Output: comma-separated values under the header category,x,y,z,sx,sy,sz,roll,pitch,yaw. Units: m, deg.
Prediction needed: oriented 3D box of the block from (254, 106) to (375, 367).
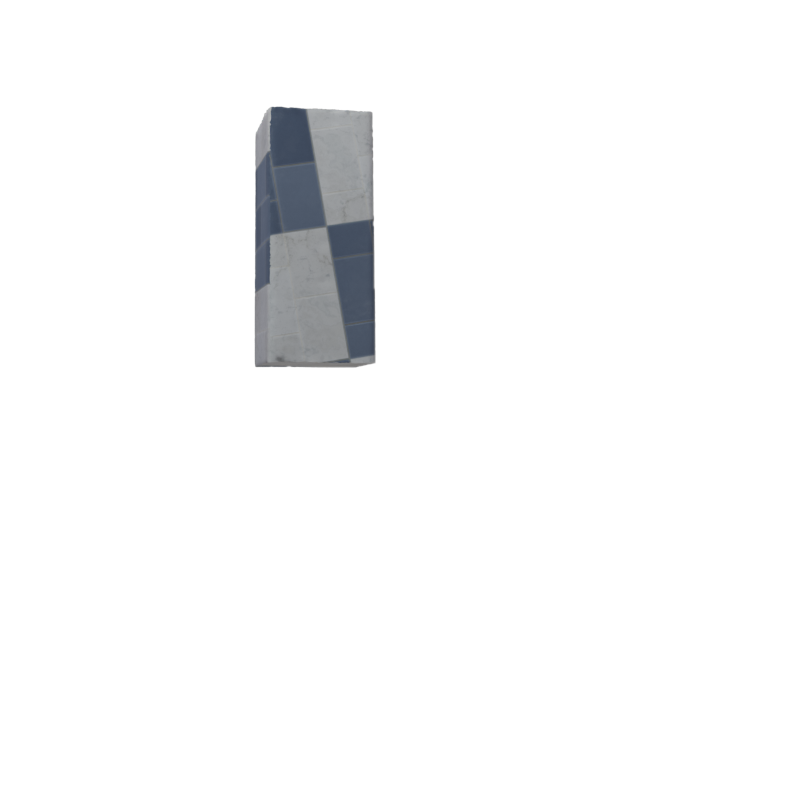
category,x,y,z,sx,sy,sz,roll,pitch,yaw
block,-0.073,-0.133,0.929,0.089,0.210,0.090,1,-8,-12
